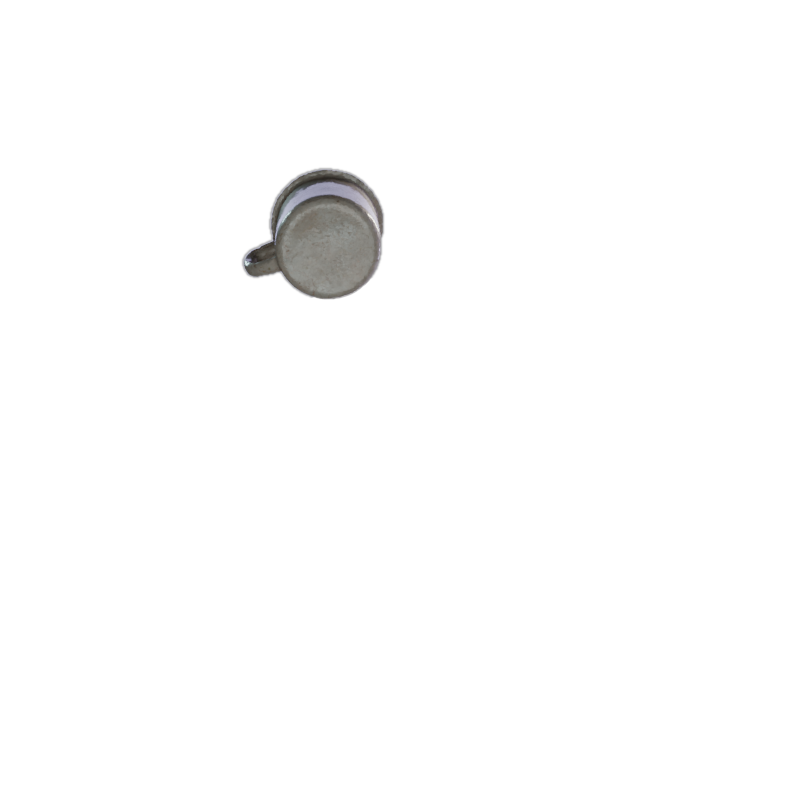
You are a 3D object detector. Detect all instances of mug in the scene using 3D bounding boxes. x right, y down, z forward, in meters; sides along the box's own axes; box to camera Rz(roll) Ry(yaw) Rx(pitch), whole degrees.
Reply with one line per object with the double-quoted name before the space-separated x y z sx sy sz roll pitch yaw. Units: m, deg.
"mug" -0.068 -0.124 0.872 0.117 0.089 0.085 -18 18 4
